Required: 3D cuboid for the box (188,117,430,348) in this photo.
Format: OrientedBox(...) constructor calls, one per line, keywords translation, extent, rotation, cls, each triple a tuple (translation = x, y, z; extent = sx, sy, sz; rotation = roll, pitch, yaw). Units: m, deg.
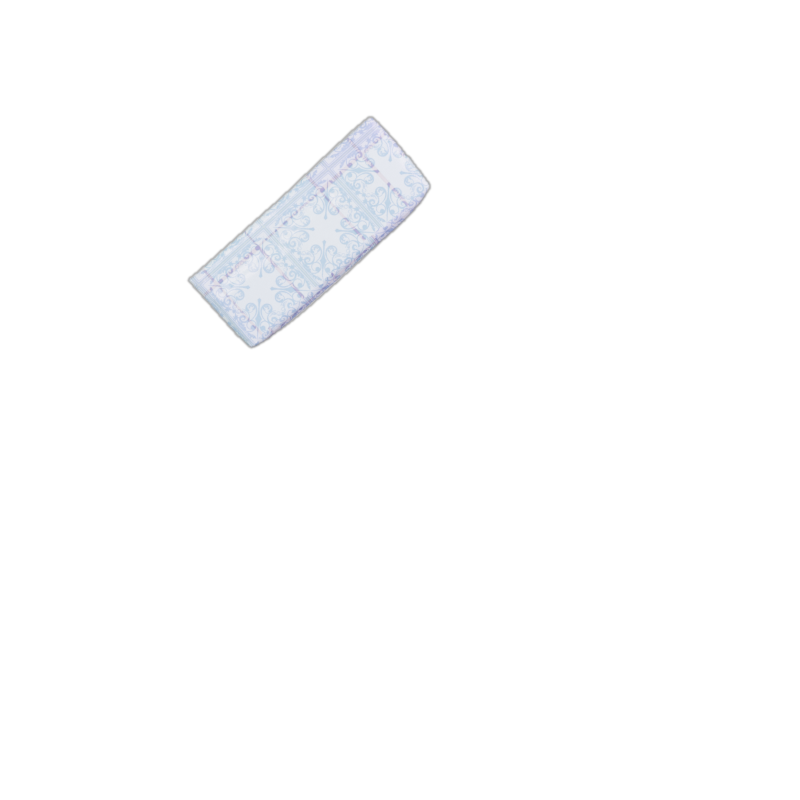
OrientedBox(translation=(-0.065, -0.118, 0.829), extent=(0.164, 0.071, 0.215), rotation=(-43, 7, 0), cls="box")
